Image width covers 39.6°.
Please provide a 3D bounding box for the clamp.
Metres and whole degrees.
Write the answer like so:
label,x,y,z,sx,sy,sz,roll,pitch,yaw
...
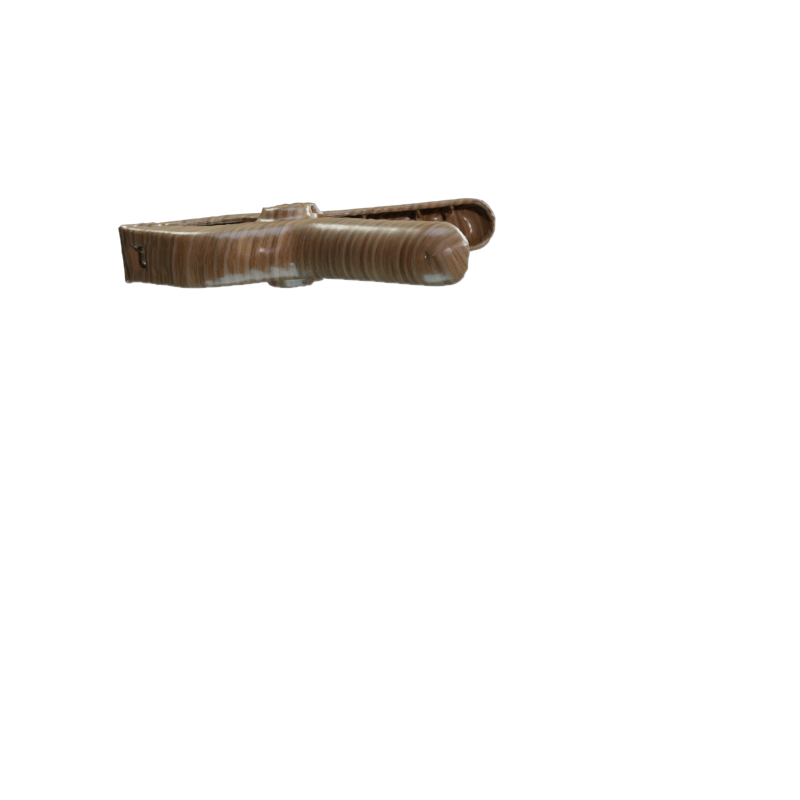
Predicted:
label,x,y,z,sx,sy,sz,roll,pitch,yaw
clamp,-0.039,-0.071,0.498,0.176,0.039,0.118,4,10,21
